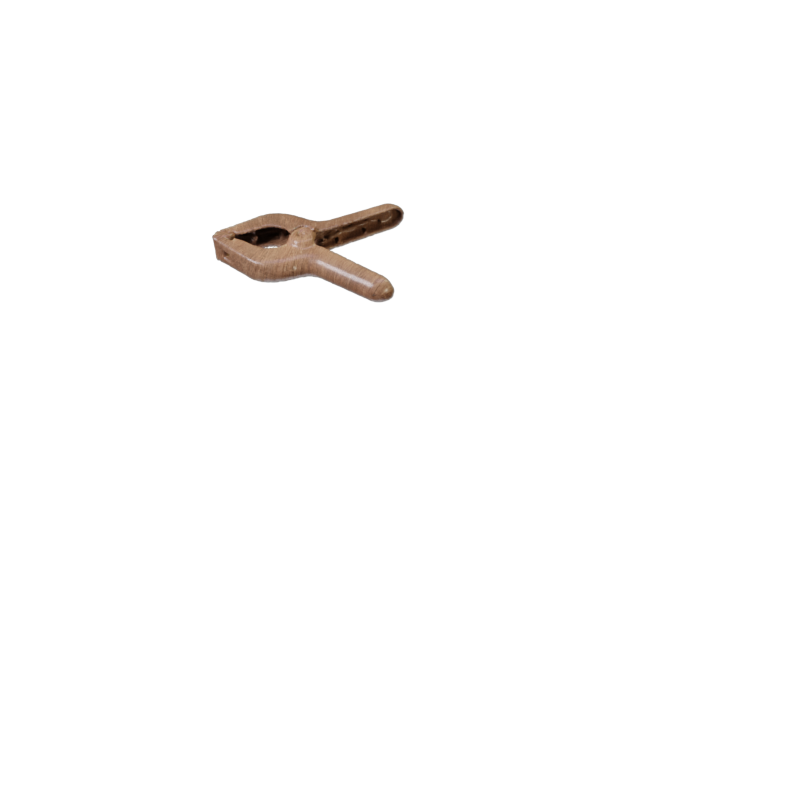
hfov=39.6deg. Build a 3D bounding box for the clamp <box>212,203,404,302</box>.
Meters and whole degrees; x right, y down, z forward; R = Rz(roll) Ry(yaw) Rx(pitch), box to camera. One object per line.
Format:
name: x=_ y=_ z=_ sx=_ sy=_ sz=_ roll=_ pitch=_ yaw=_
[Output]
clamp: x=-0.077 y=-0.141 z=0.985 sx=0.175 sy=0.037 sz=0.126 roll=10 pitch=40 yaw=12
